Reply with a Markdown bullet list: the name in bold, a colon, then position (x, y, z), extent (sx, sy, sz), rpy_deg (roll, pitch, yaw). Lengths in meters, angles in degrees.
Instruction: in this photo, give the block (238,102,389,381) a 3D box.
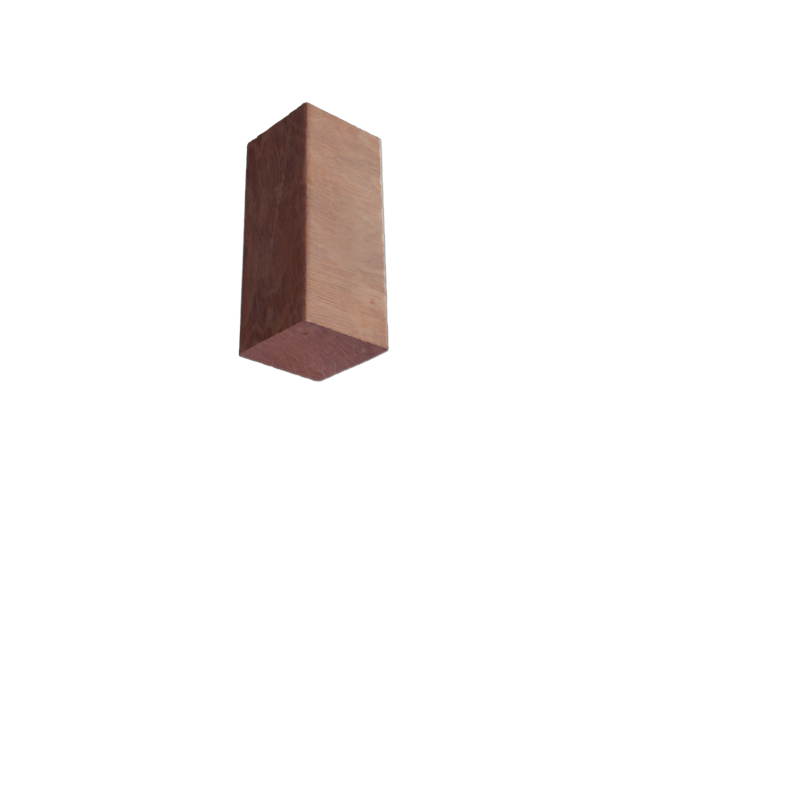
- **block**: position (-0.074, -0.134, 0.940), extent (0.085, 0.219, 0.090), rpy_deg (21, -35, -37)
